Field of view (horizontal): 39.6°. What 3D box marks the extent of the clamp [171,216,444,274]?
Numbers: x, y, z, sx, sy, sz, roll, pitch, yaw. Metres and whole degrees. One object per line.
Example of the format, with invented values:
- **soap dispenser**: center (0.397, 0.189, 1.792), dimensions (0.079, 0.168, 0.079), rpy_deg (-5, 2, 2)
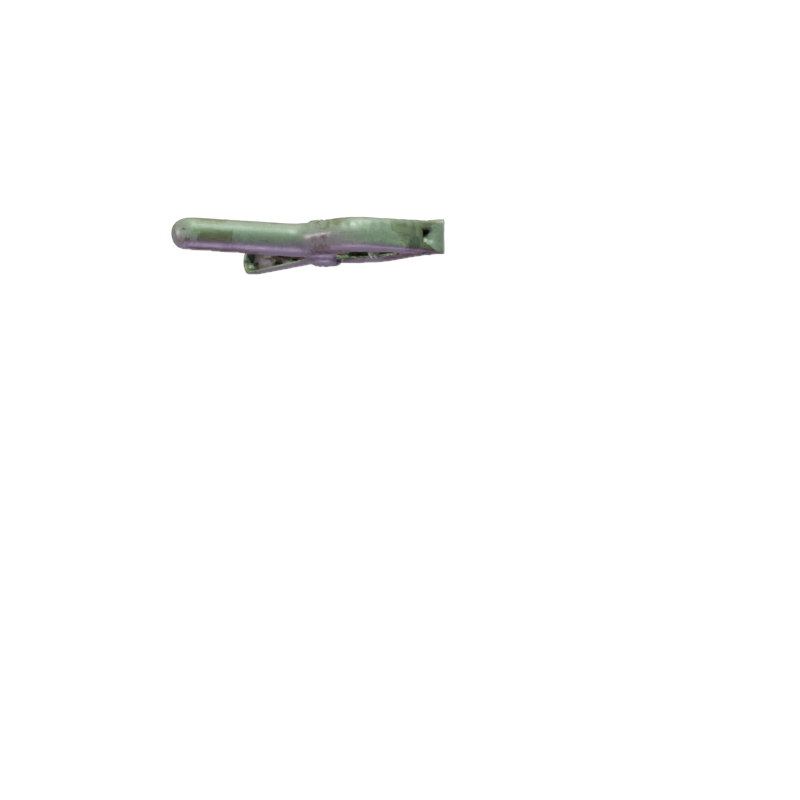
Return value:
- **clamp**: center (-0.071, -0.129, 0.903), dimensions (0.216, 0.037, 0.158), rpy_deg (0, -1, 23)
